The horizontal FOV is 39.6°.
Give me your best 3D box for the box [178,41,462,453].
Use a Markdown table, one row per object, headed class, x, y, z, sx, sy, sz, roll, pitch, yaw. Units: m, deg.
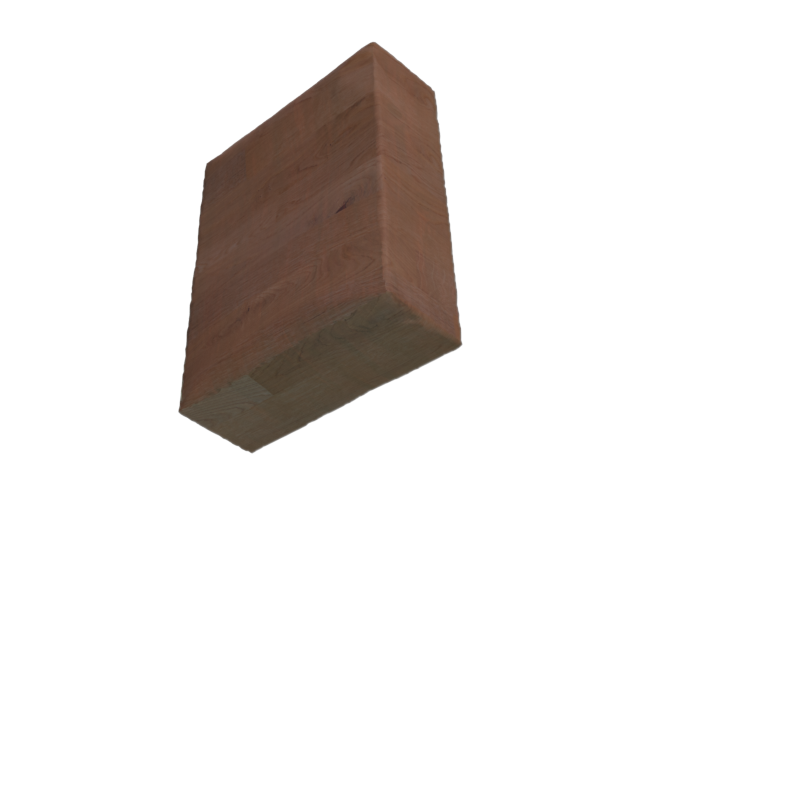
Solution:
| class | x | y | z | sx | sy | sz | roll | pitch | yaw |
| --- | --- | --- | --- | --- | --- | --- | --- | --- | --- |
| box | -0.054 | -0.098 | 0.688 | 0.164 | 0.229 | 0.067 | -29 | -45 | 29 |
